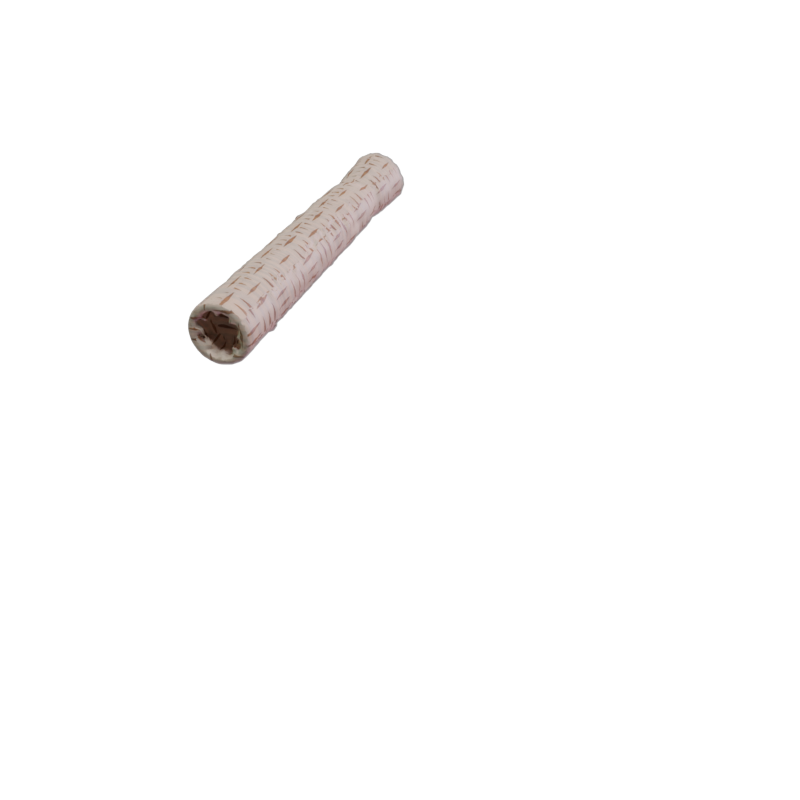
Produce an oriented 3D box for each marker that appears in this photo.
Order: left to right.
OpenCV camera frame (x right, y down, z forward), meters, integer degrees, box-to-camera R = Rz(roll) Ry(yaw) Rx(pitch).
[{"bbox_3d":[-0.027,-0.048,0.339,0.020,0.019,0.124,1,31,23],"label":"marker"}]
